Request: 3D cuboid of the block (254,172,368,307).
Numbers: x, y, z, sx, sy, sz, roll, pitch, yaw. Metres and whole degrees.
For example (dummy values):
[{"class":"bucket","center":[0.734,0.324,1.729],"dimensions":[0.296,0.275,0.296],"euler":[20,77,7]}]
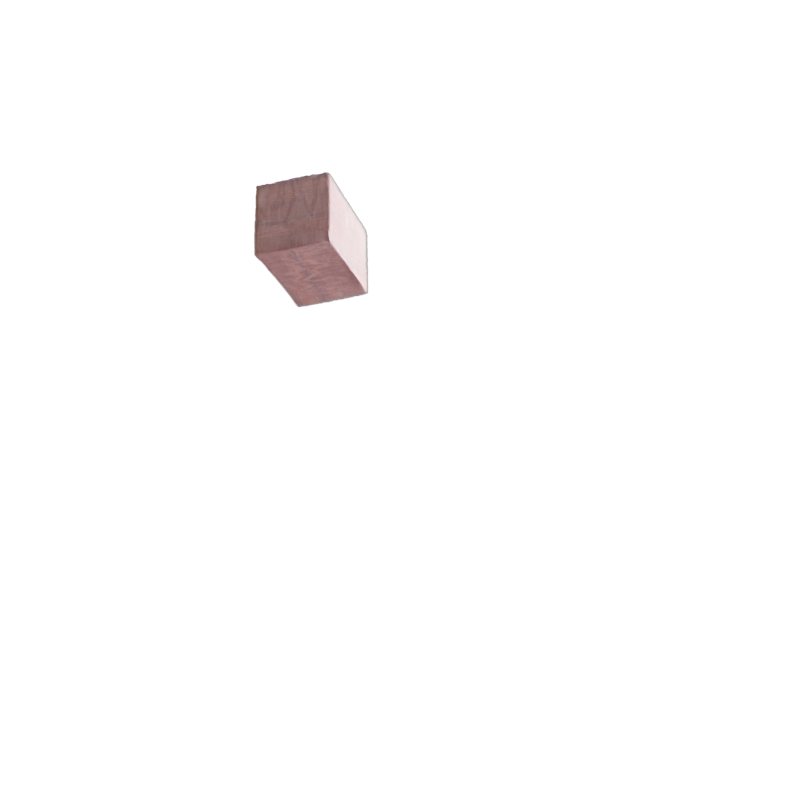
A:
[{"class":"block","center":[-0.057,-0.103,0.723],"dimensions":[0.053,0.054,0.072],"euler":[-9,-27,15]}]
